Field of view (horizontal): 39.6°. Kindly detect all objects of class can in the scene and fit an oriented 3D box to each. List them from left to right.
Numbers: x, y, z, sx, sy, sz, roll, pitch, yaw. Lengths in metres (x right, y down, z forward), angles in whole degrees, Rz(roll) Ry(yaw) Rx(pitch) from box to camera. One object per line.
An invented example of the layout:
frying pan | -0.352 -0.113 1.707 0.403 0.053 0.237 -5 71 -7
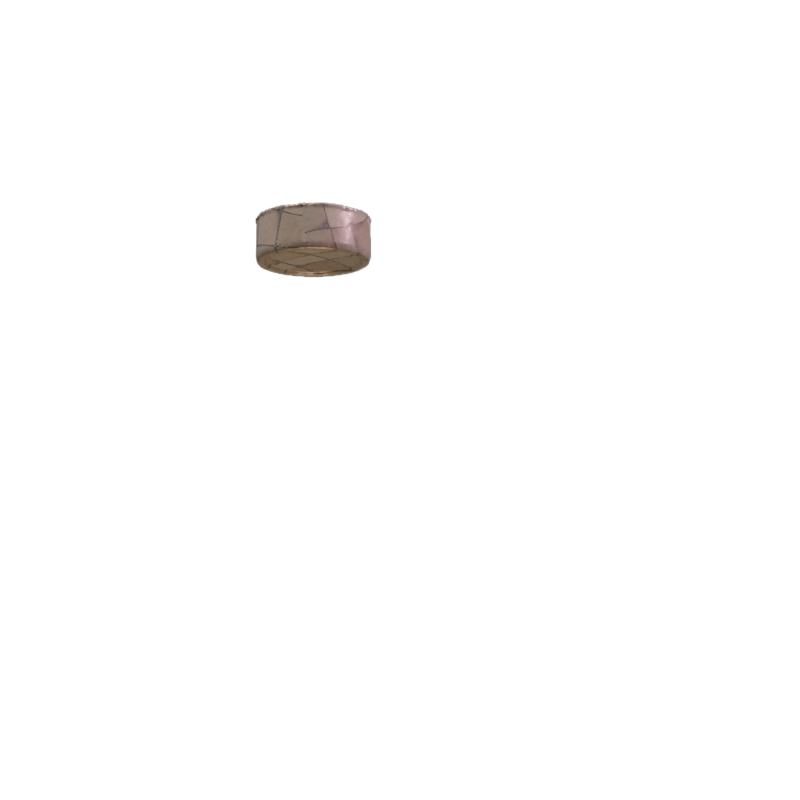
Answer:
can | -0.064 -0.116 0.815 0.086 0.035 0.083 0 -10 -2
